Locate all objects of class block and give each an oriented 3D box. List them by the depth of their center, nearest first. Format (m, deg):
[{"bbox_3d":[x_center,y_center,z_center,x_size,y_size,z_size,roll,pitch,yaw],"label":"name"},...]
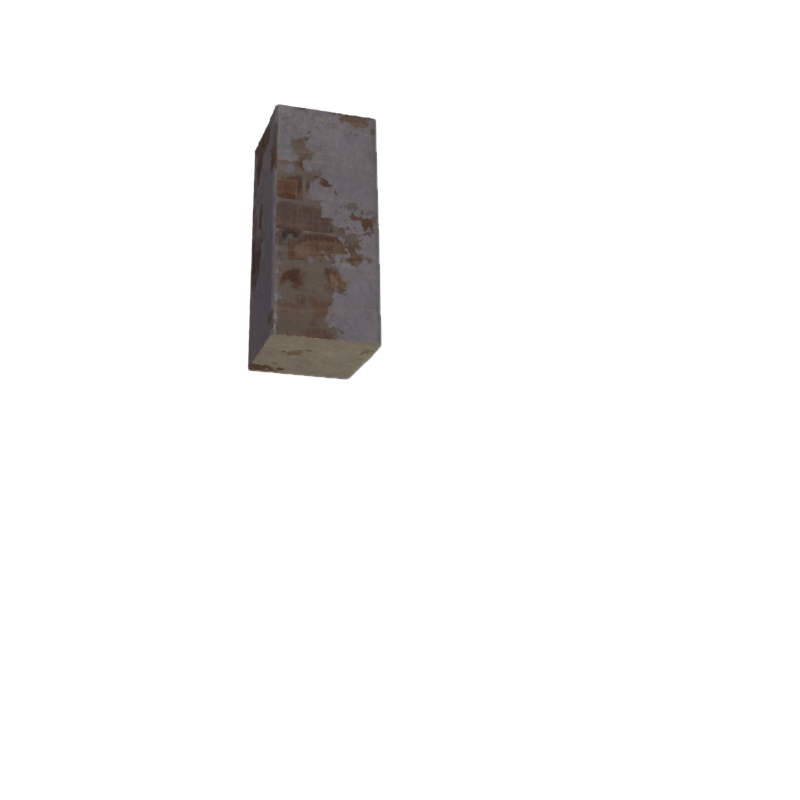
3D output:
[{"bbox_3d":[-0.073,-0.132,0.927,0.088,0.218,0.087,6,-25,-17],"label":"block"}]
